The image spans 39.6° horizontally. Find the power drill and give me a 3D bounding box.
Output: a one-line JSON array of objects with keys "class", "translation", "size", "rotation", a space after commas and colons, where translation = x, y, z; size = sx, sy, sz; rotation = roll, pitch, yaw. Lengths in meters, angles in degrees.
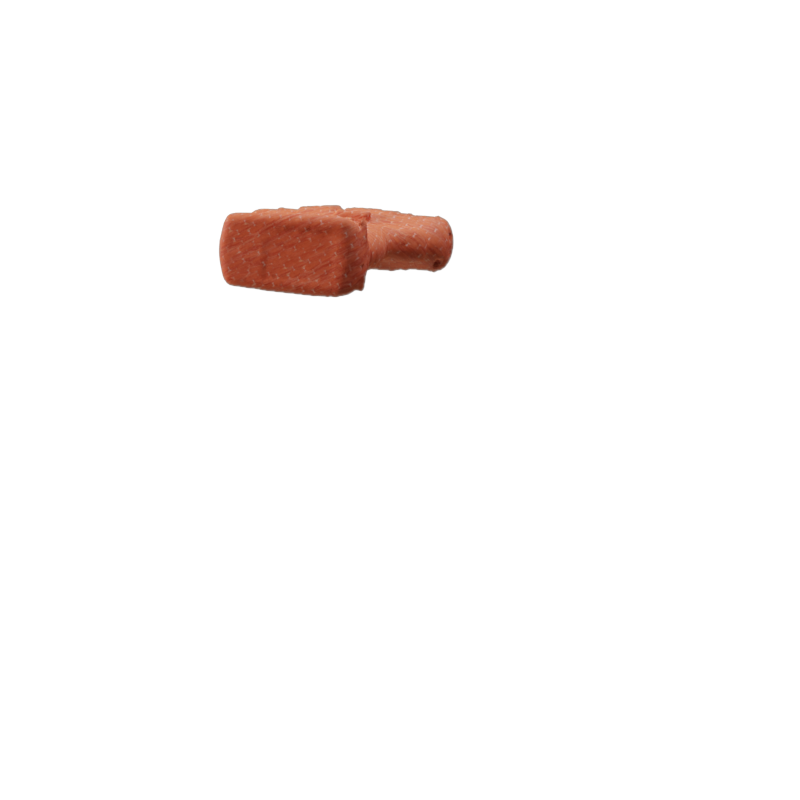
[{"class": "power drill", "translation": [-0.067, -0.122, 0.854], "size": [0.189, 0.056, 0.187], "rotation": [4, 14, 18]}]
